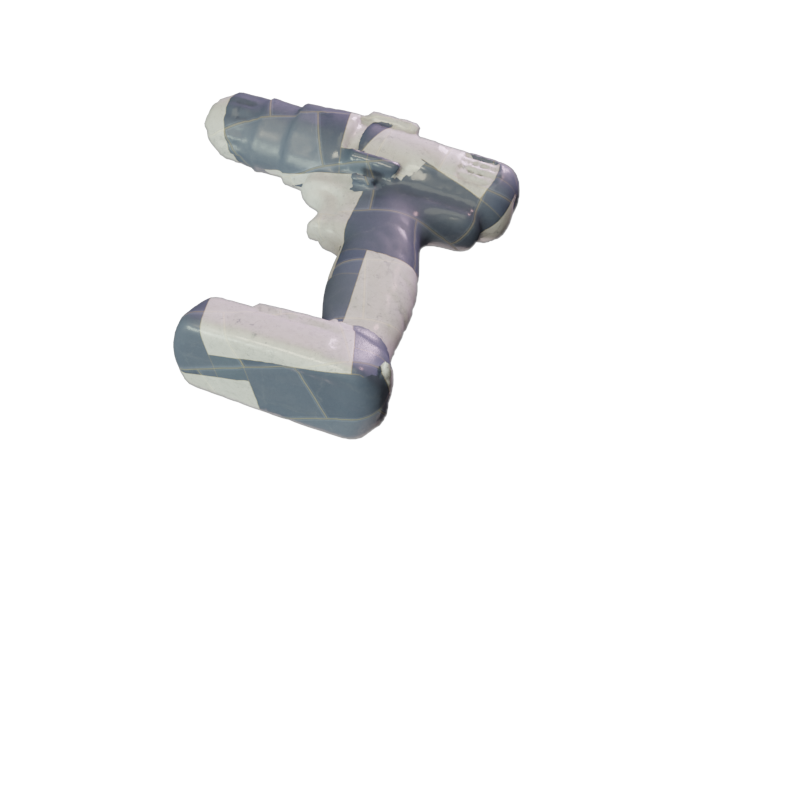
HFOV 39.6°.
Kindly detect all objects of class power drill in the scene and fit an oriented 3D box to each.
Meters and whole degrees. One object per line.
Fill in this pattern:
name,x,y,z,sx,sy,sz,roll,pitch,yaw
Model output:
power drill,-0.046,-0.083,0.582,0.189,0.196,0.053,16,-37,12
